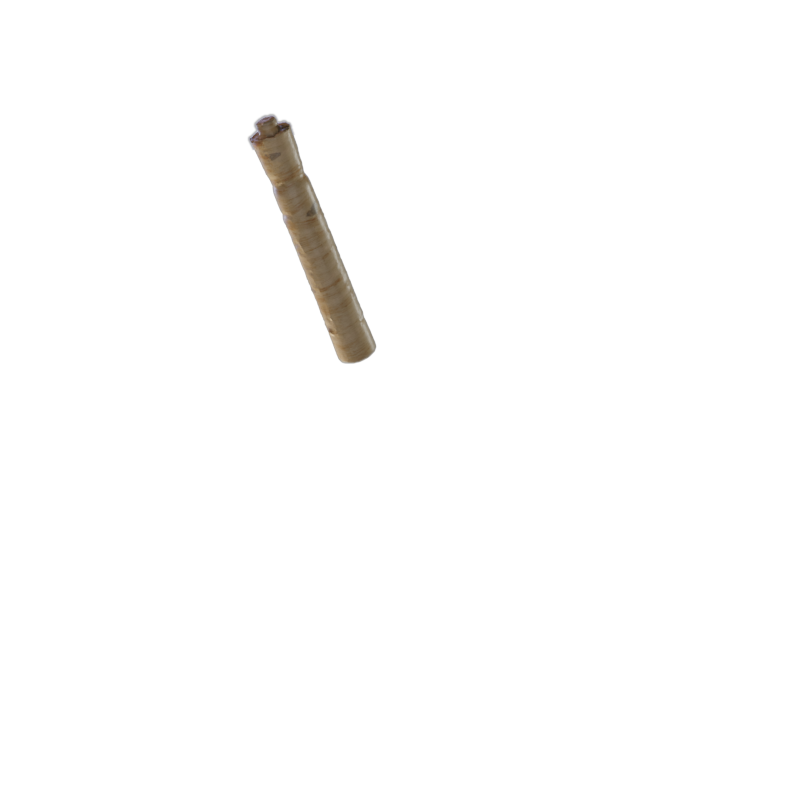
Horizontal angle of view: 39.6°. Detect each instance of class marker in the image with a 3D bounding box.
[{"bbox_3d":[-0.039,-0.070,0.493,0.020,0.114,0.021,-18,24,7],"label":"marker"}]
